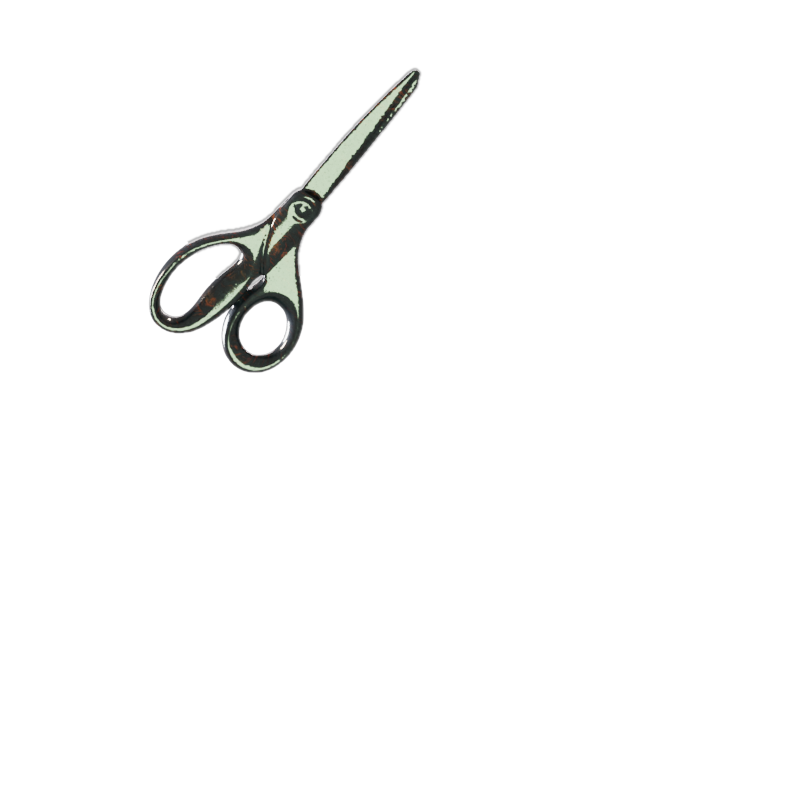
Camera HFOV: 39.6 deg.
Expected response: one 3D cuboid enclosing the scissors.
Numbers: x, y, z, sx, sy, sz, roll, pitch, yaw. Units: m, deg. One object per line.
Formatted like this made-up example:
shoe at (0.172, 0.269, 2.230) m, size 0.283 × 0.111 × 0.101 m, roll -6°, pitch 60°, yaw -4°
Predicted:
scissors at (-0.048, -0.088, 0.618) m, size 0.201 × 0.092 × 0.016 m, roll -32°, pitch 17°, yaw 11°
